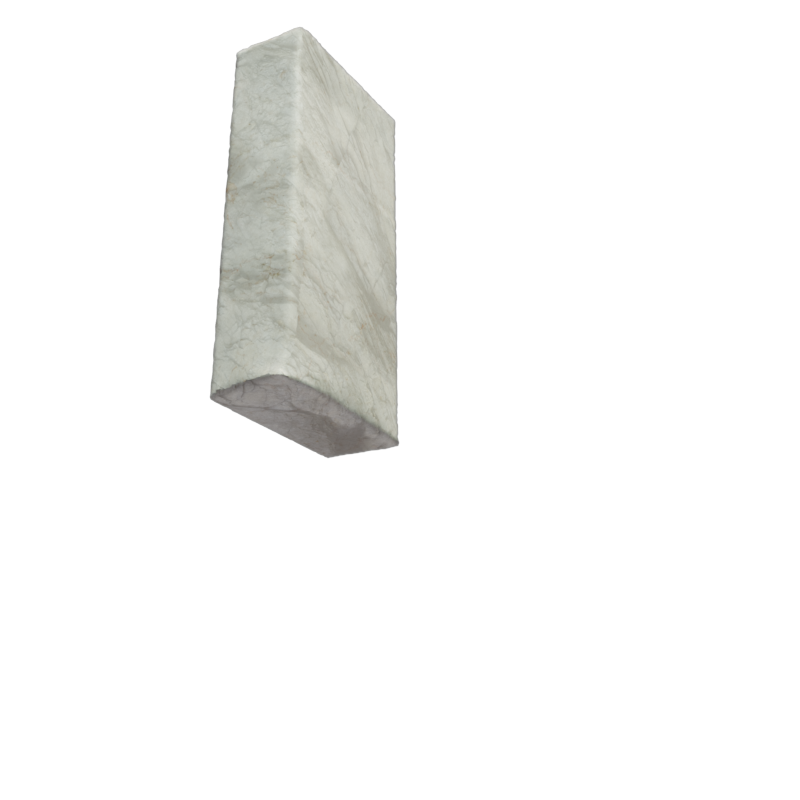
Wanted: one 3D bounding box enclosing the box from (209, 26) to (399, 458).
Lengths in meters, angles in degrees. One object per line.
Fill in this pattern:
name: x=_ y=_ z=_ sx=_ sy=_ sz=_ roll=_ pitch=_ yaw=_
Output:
box: x=-0.040 y=-0.073 z=0.511 sx=0.049 sy=0.187 sz=0.087 roll=-17 pitch=-31 yaw=26
